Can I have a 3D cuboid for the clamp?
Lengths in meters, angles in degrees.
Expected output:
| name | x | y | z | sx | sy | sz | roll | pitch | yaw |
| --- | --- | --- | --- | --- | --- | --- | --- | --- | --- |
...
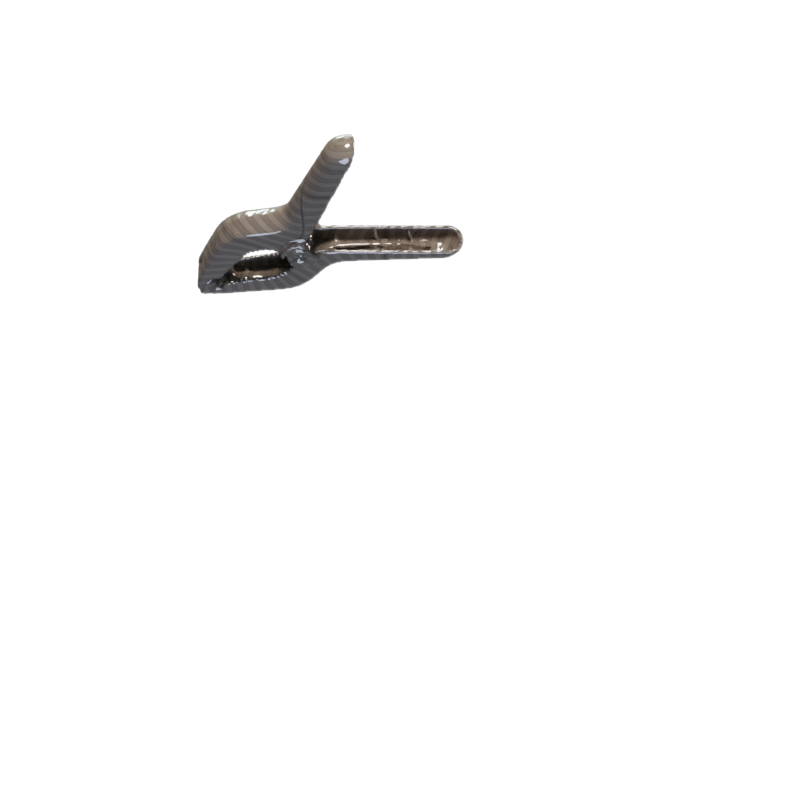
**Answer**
| name | x | y | z | sx | sy | sz | roll | pitch | yaw |
| --- | --- | --- | --- | --- | --- | --- | --- | --- | --- |
| clamp | -0.068 | -0.123 | 0.862 | 0.211 | 0.039 | 0.154 | -21 | -34 | 35 |
